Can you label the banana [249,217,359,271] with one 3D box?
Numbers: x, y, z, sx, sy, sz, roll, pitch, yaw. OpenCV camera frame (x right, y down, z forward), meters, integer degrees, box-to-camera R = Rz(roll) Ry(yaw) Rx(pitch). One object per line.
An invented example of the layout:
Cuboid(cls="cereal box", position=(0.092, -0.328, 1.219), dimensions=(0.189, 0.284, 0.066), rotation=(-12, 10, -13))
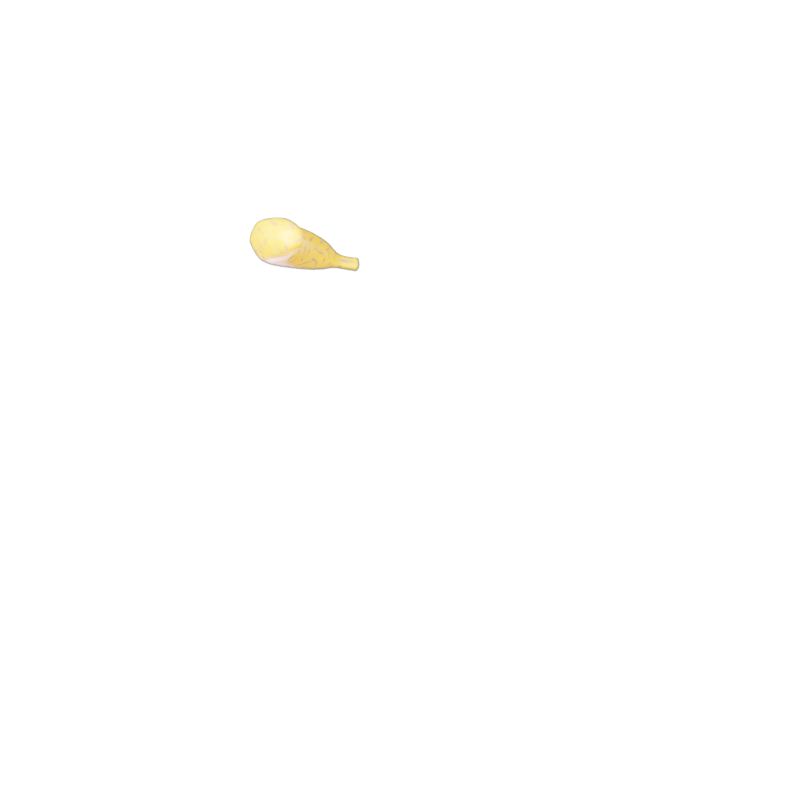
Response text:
Cuboid(cls="banana", position=(-0.089, -0.131, 0.923), dimensions=(0.071, 0.037, 0.193), rotation=(0, 2, 13))
